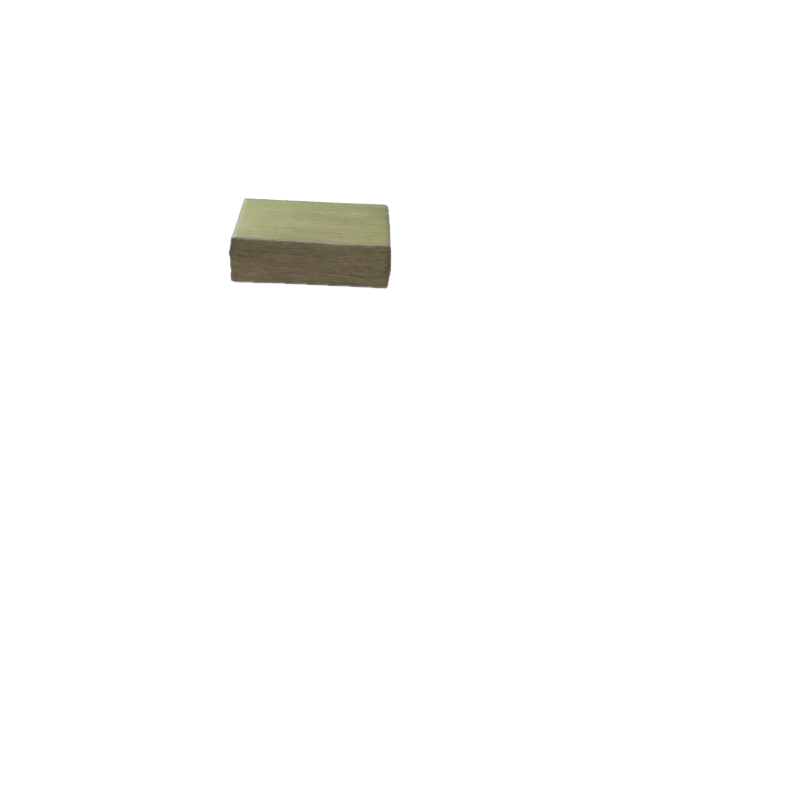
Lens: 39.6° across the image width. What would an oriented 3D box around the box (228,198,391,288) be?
[{"bbox_3d":[-0.063,-0.115,0.803,0.114,0.037,0.094,0,25,1],"label":"box"}]
